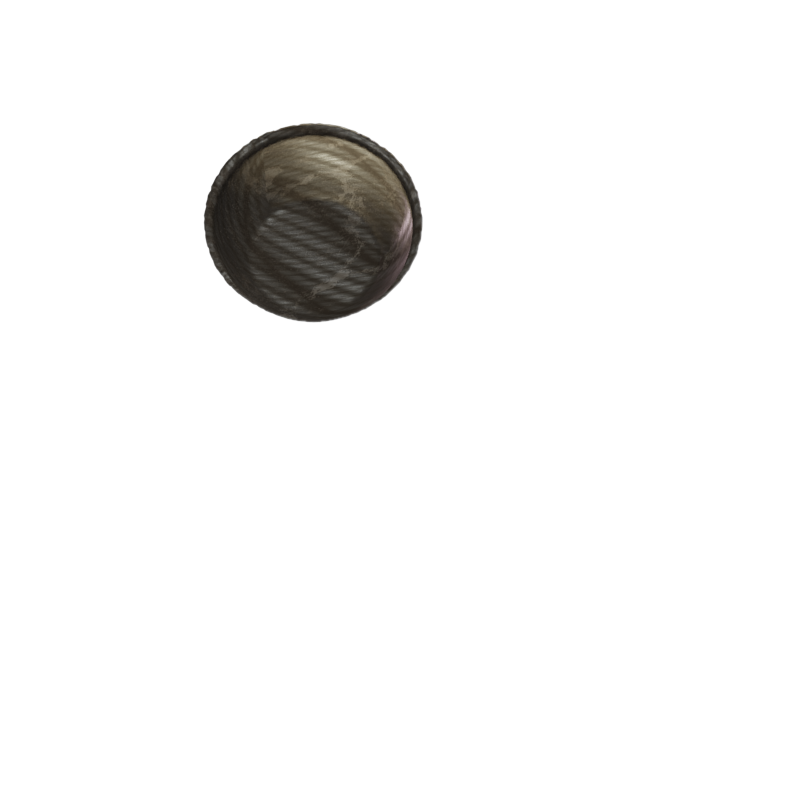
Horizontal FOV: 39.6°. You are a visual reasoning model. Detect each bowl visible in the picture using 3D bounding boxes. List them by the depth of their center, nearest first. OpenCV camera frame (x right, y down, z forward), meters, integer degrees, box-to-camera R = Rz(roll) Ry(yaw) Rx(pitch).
[{"bbox_3d":[-0.062,-0.114,0.796,0.162,0.153,0.058,1,29,-1],"label":"bowl"}]
